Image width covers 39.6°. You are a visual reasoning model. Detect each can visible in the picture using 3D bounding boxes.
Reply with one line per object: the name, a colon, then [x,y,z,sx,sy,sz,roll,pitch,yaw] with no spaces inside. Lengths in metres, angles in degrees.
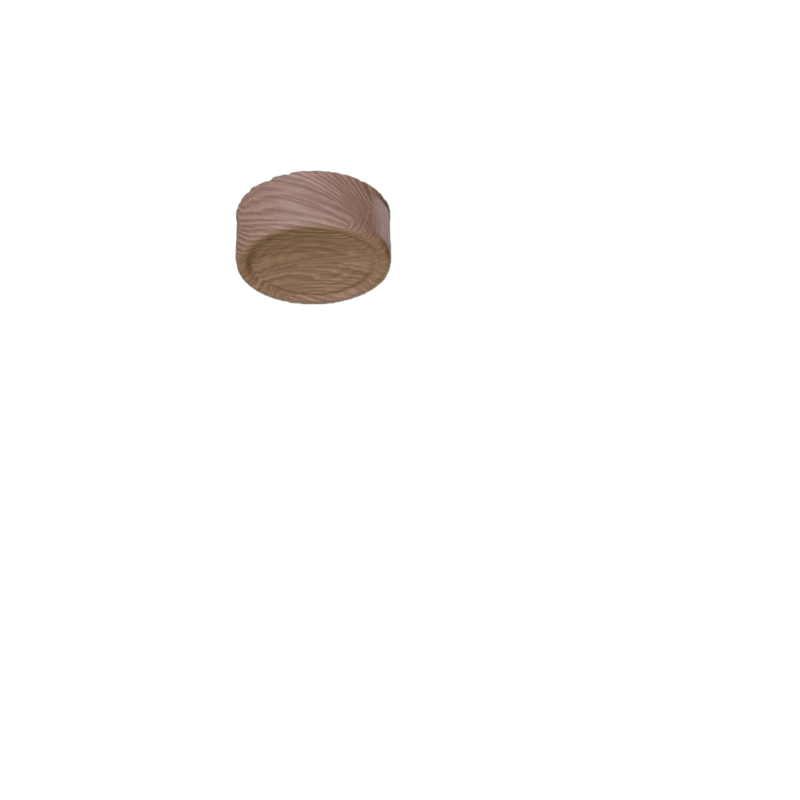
can: [-0.047,-0.086,0.605,0.086,0.036,0.081,1,-28,-2]
